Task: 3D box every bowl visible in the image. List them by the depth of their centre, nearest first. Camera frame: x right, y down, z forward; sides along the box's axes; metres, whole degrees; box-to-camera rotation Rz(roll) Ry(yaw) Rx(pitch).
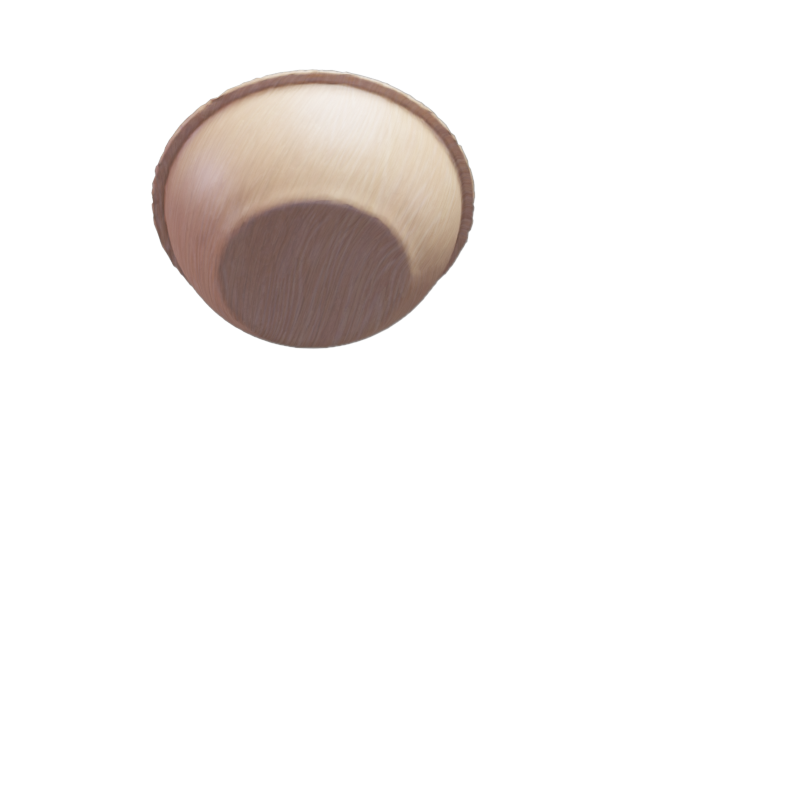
[{"bbox_3d":[-0.042,-0.076,0.536,0.162,0.151,0.059,1,42,-1],"label":"bowl"}]
